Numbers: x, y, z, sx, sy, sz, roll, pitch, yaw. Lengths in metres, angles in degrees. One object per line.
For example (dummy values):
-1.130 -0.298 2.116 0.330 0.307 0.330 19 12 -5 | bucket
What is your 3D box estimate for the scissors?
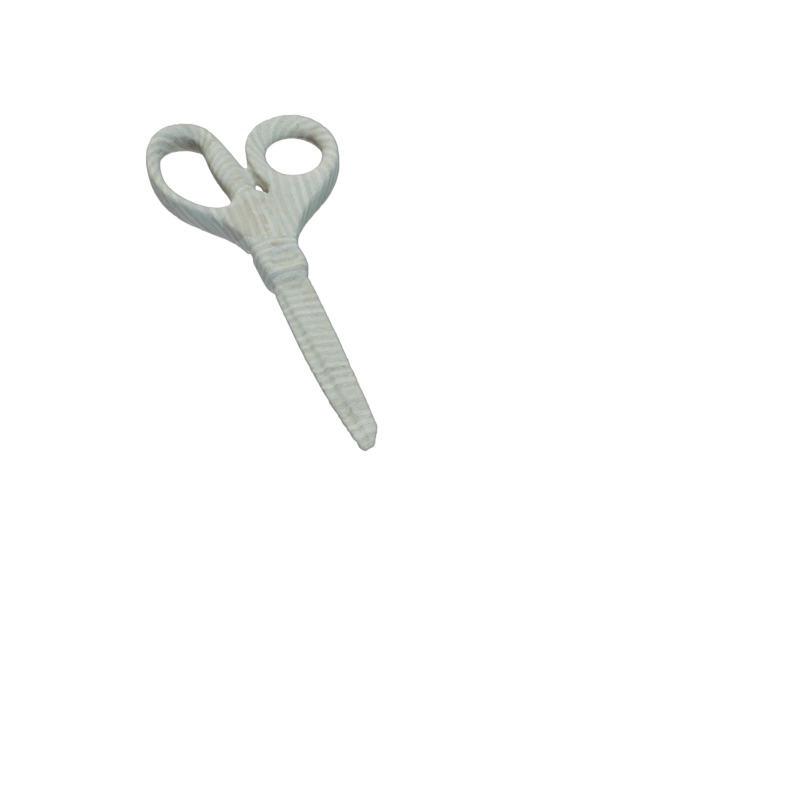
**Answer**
-0.037 -0.067 0.467 0.096 0.015 0.217 -27 52 -24 | scissors
